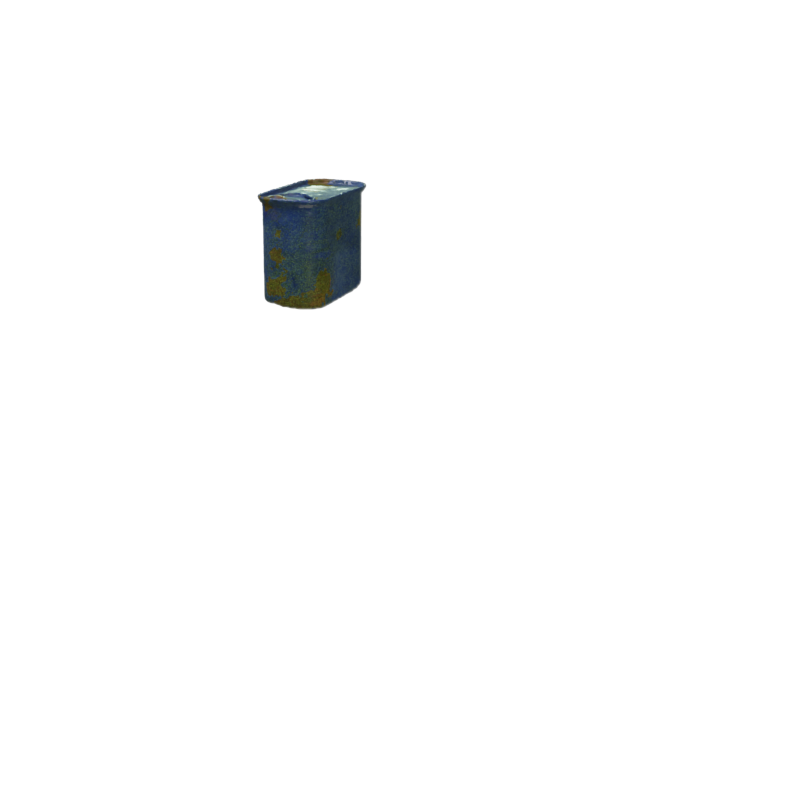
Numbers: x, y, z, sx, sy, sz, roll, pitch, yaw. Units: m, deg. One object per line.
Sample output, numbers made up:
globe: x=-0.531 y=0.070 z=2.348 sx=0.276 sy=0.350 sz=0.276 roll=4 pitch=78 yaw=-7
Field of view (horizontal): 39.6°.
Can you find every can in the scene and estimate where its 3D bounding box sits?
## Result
can: x=-0.067 y=-0.123 z=0.860 sx=0.059 sy=0.081 sz=0.102 roll=7 pitch=18 yaw=22
